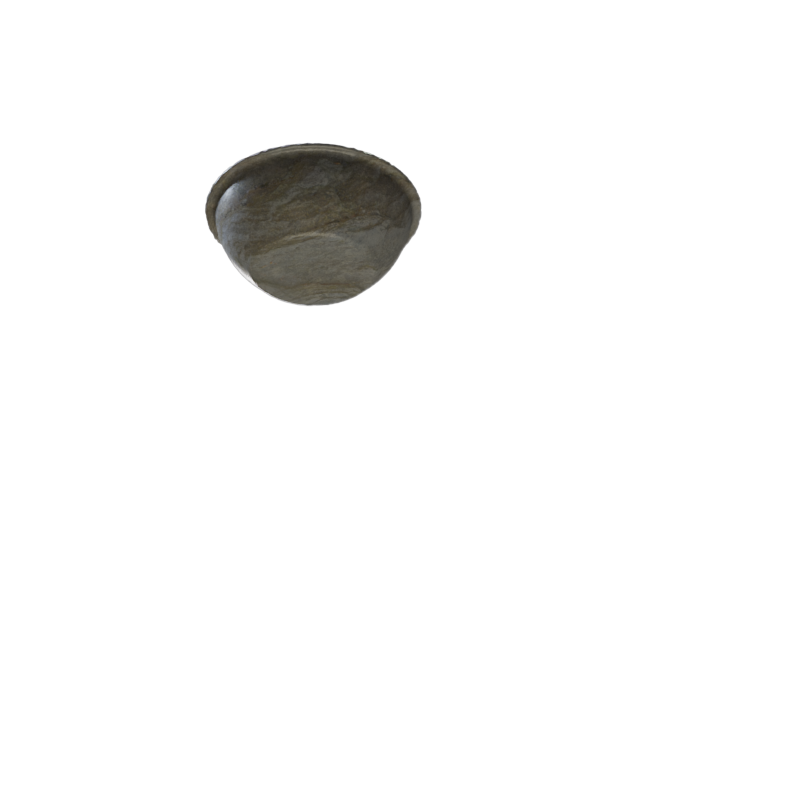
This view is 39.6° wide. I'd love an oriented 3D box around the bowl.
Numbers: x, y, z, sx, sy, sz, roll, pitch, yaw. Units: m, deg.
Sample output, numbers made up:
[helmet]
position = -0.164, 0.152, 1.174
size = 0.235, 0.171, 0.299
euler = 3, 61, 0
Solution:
[bowl]
position = -0.064, -0.116, 0.813
size = 0.162, 0.059, 0.152
euler = 1, -31, -2
